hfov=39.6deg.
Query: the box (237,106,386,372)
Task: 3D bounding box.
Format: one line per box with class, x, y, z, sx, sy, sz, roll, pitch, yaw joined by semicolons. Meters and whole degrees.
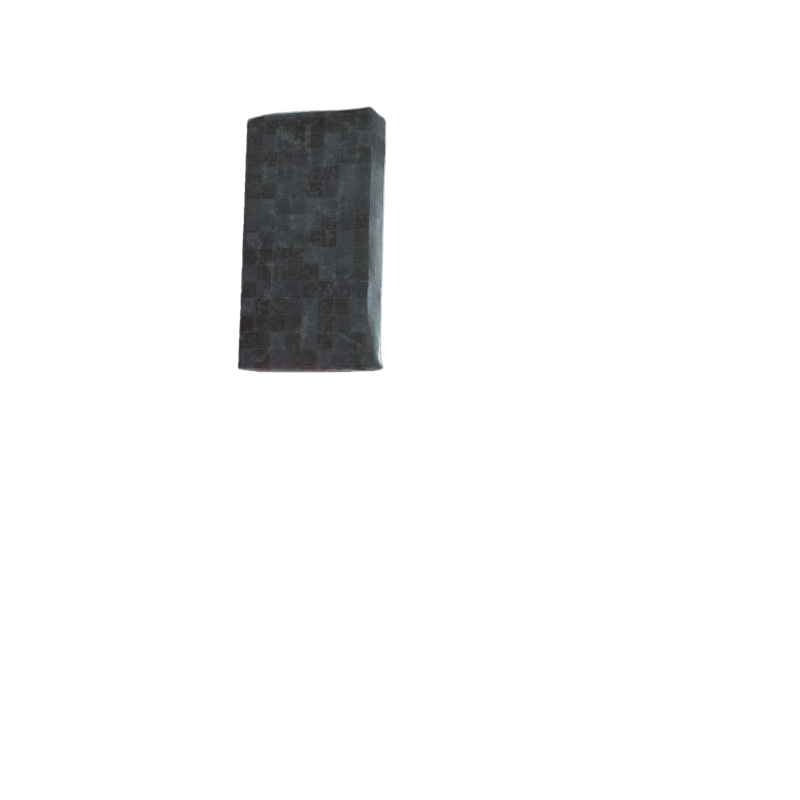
box;-0.059;-0.107;0.753;0.095;0.179;0.046;-2;-6;19
